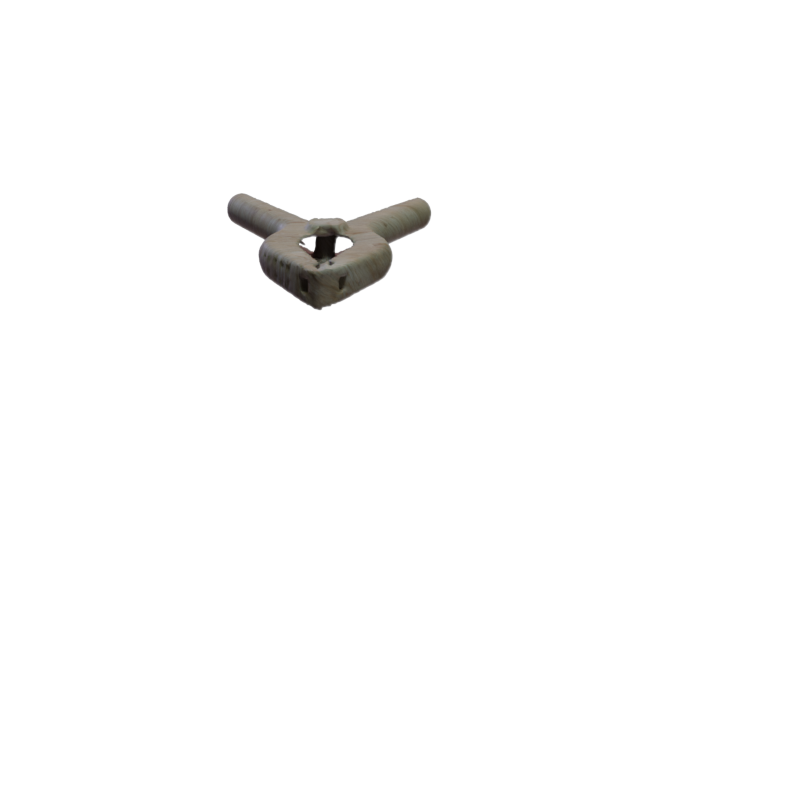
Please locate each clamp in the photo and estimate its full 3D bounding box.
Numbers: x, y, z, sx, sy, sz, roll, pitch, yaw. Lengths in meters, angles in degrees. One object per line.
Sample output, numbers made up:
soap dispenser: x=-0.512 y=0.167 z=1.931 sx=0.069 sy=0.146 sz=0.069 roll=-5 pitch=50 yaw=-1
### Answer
clamp: x=-0.064 y=-0.118 z=0.823 sx=0.166 sy=0.035 sz=0.218 roll=3 pitch=24 yaw=6
